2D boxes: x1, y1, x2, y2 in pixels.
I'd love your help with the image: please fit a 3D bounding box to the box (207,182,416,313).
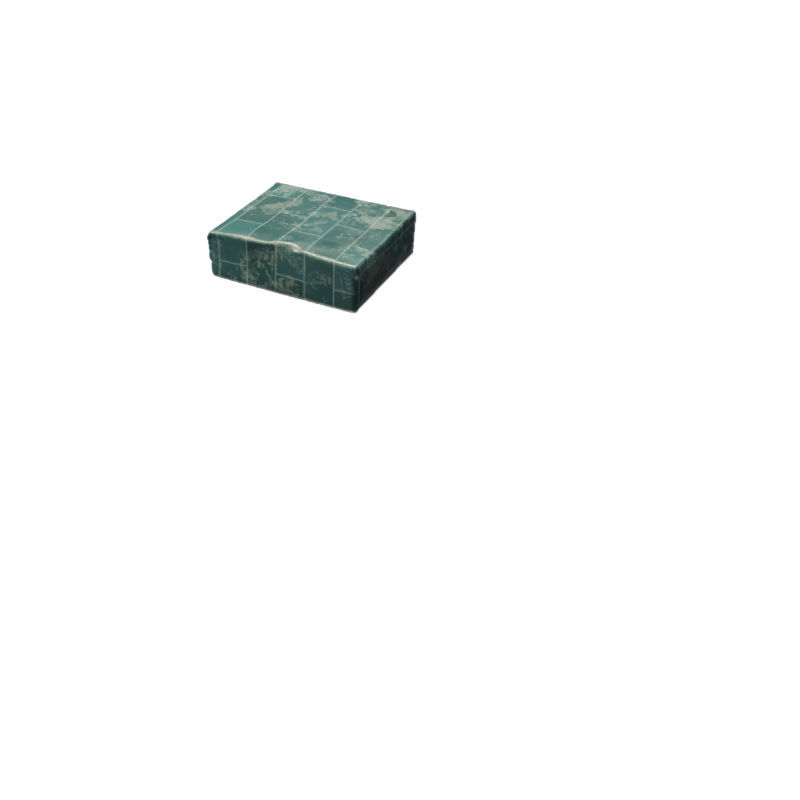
[{"bbox_3d":[-0.047,-0.085,0.592,0.093,0.028,0.075,16,36,22],"label":"box"}]
